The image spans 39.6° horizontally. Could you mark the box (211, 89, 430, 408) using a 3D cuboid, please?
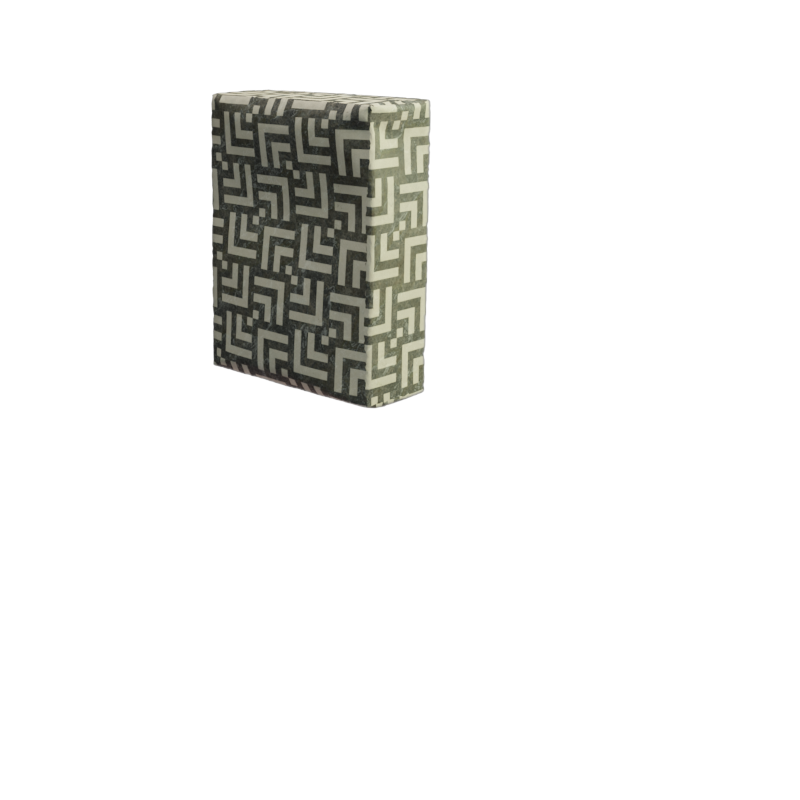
[{"bbox_3d":[-0.064,-0.116,0.814,0.173,0.208,0.070,13,17,40],"label":"box"}]
